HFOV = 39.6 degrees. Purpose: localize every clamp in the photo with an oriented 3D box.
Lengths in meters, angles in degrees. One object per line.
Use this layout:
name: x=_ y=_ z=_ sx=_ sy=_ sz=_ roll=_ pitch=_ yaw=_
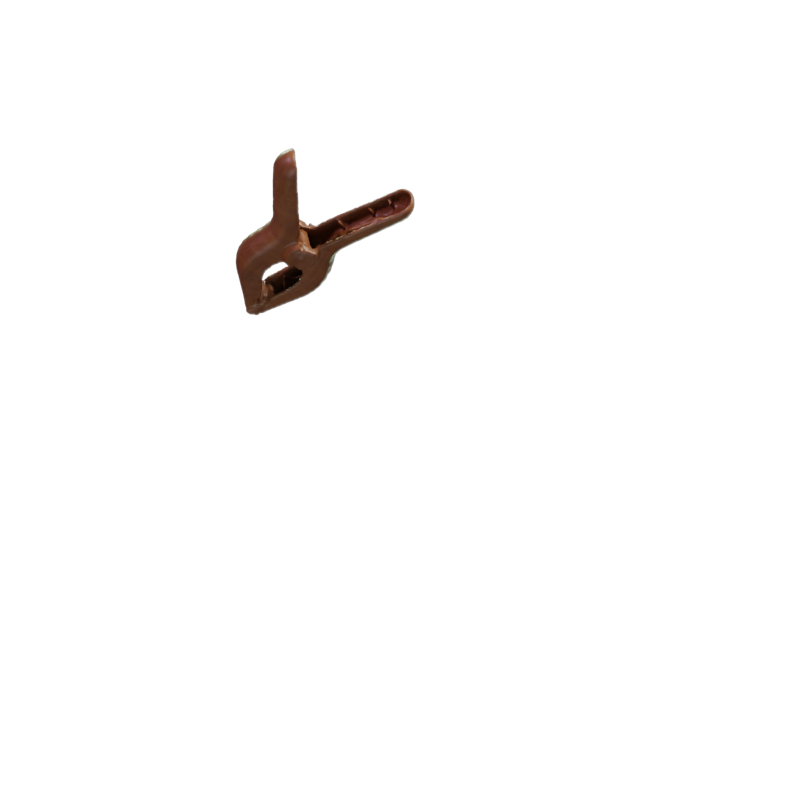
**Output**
clamp: x=-0.069 y=-0.126 z=0.884 sx=0.116 sy=0.042 sz=0.165 roll=16 pitch=-40 yaw=-20
